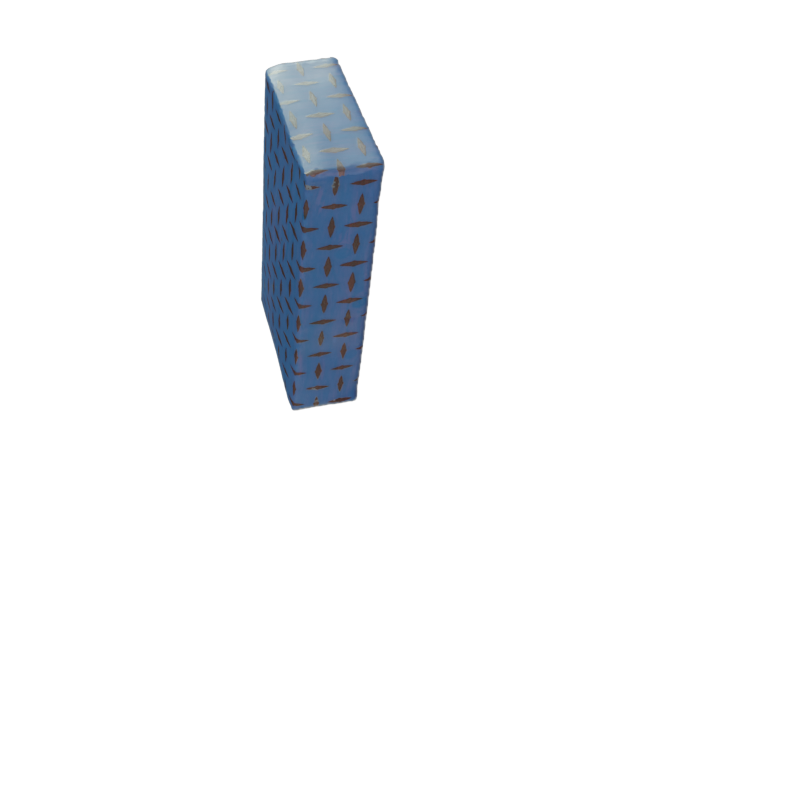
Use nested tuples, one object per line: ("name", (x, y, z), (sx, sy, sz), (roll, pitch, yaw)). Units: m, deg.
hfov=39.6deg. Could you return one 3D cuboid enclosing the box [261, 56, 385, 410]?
("box", (-0.047, -0.085, 0.598), (0.047, 0.101, 0.164), (-10, -41, -13))
